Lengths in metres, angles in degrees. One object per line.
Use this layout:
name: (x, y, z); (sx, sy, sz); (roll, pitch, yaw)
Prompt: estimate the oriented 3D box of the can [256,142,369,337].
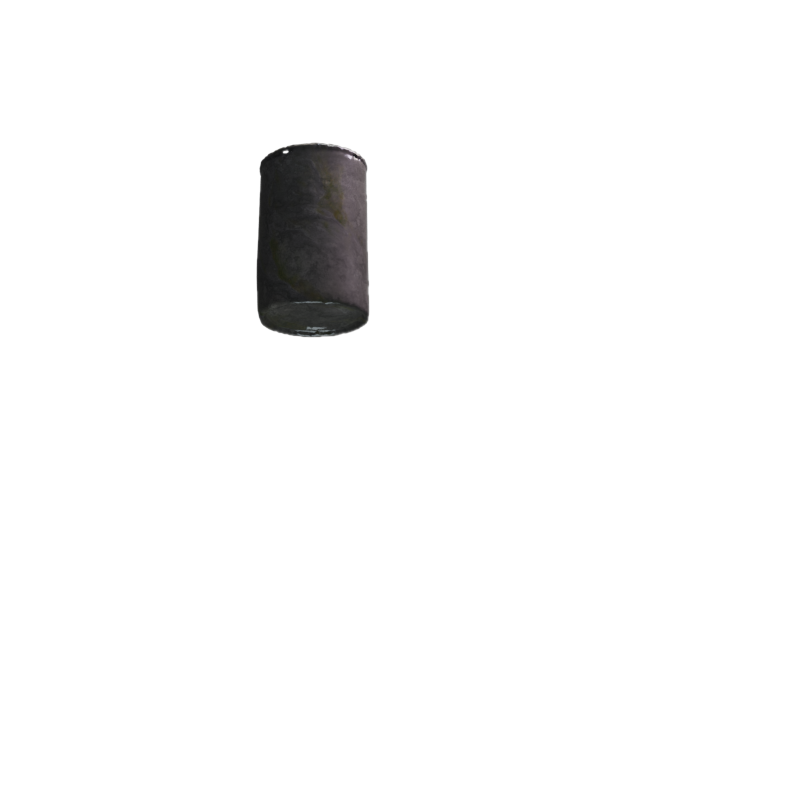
can: (-0.053, -0.097, 0.678); (0.068, 0.107, 0.065); (0, -20, -2)
